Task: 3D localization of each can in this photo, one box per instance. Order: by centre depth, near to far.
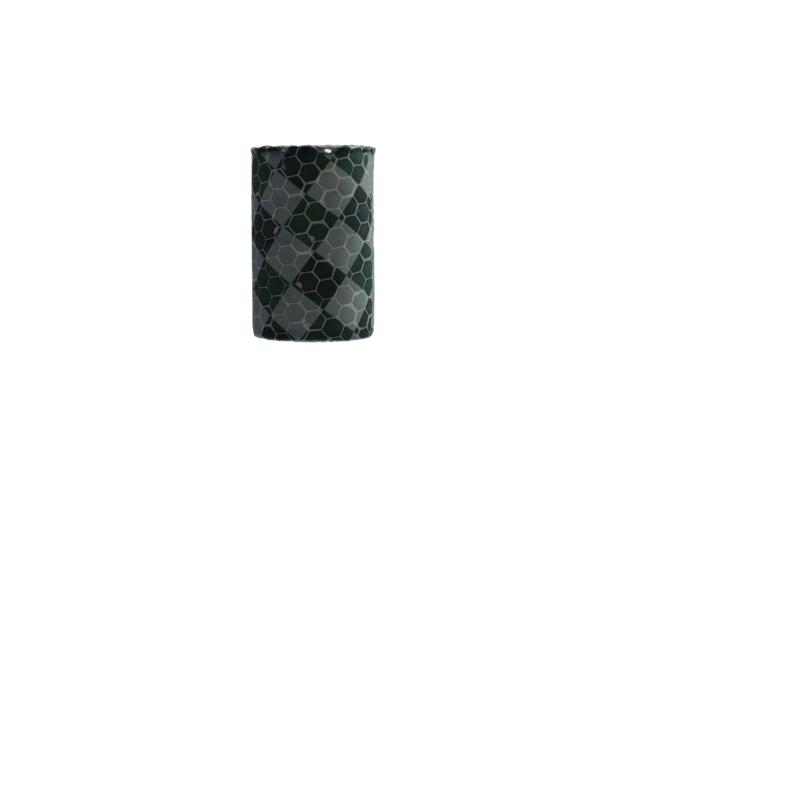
[{"bbox_3d":[-0.047,-0.086,0.602,0.068,0.101,0.069,0,5,-2],"label":"can"}]
